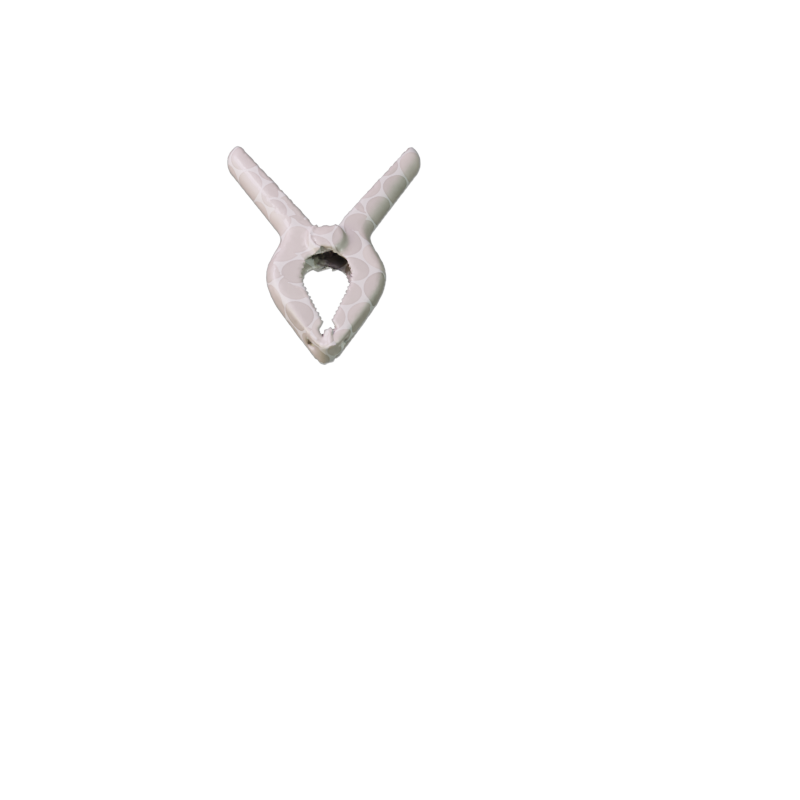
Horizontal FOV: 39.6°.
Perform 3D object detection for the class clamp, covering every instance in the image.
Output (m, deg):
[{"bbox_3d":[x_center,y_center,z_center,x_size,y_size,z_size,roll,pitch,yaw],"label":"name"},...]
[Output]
[{"bbox_3d":[-0.071,-0.129,0.903,0.165,0.223,0.034,4,-32,2],"label":"clamp"}]
